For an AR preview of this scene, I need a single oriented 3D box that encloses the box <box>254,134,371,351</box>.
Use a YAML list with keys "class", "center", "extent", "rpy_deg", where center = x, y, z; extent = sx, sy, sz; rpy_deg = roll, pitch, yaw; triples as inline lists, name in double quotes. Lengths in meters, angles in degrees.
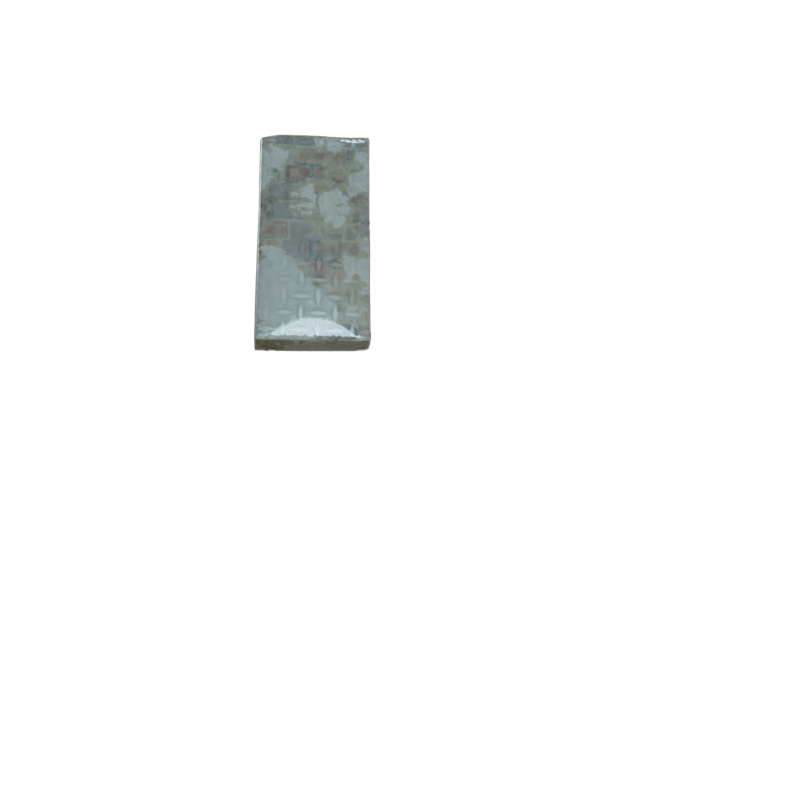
- class: "box"
  center: [-0.071, -0.129, 0.902]
  extent: [0.093, 0.184, 0.046]
  rpy_deg: [0, -17, -4]
